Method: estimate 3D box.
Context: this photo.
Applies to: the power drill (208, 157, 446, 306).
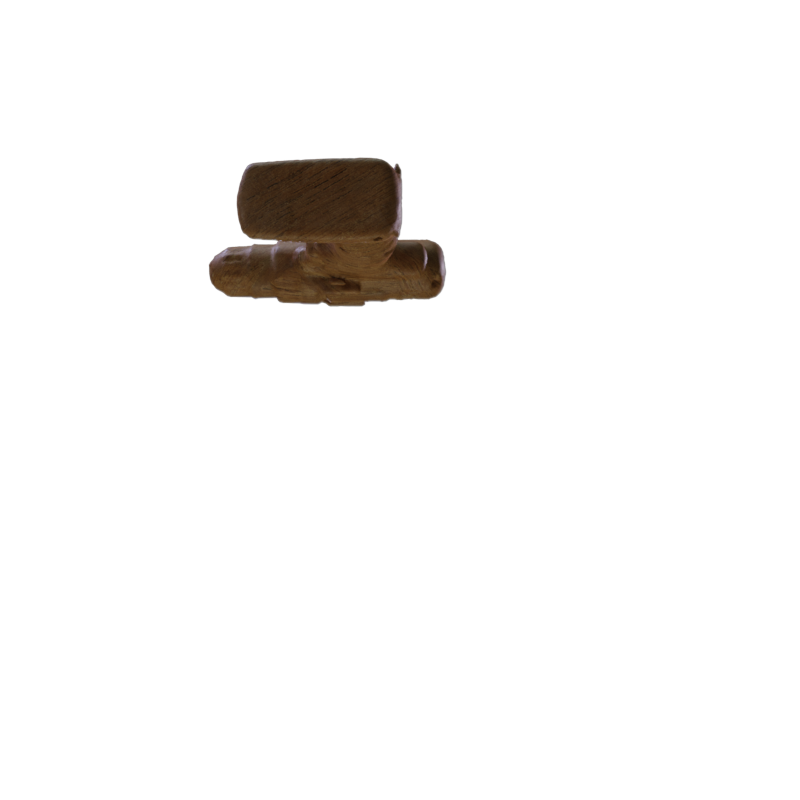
[{"bbox_3d":[-0.062,-0.113,0.795,0.186,0.059,0.180,-1,-10,6],"label":"power drill"}]
